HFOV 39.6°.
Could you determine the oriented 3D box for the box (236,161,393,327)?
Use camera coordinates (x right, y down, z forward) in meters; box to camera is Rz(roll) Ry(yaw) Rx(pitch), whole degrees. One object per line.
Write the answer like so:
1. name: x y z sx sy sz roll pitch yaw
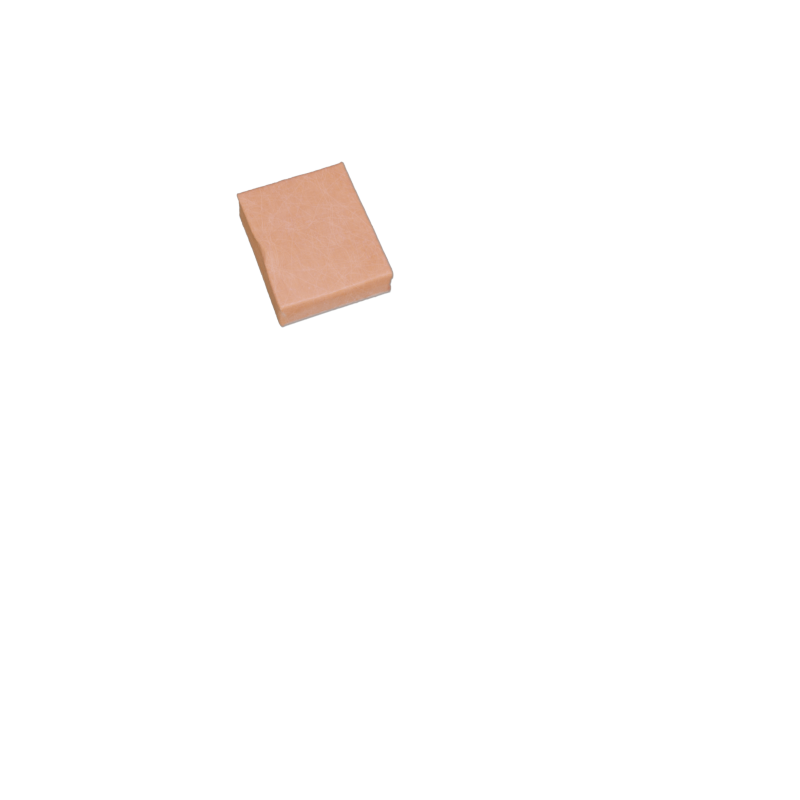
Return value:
1. box: -0.054 -0.099 0.690 0.073 0.095 0.028 -18 -26 -10
